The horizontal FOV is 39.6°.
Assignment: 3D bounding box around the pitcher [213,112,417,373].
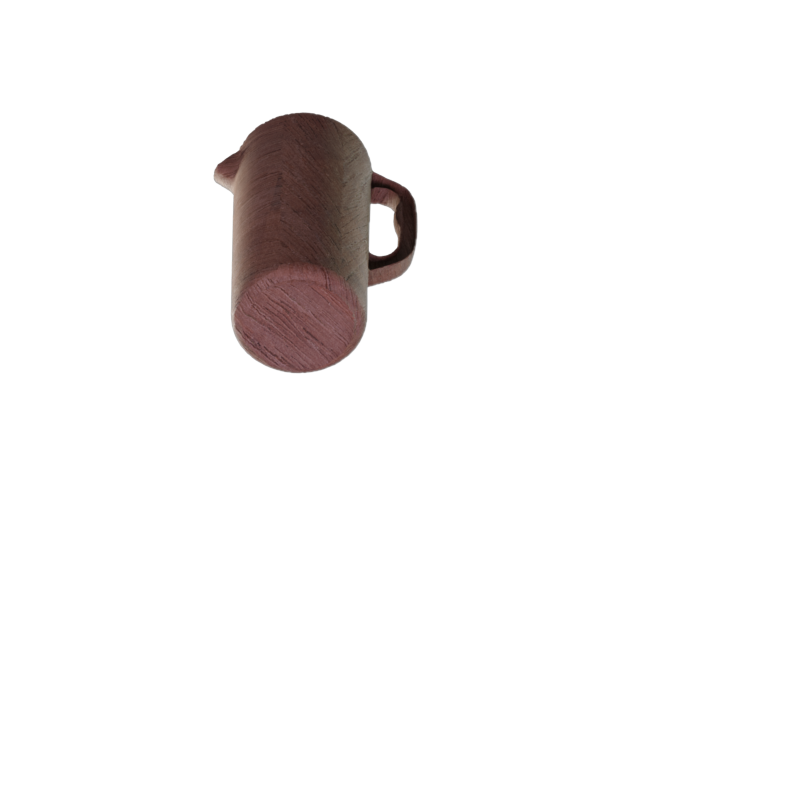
[{"bbox_3d":[-0.076,-0.138,0.965,0.149,0.135,0.260,-29,35,19],"label":"pitcher"}]
